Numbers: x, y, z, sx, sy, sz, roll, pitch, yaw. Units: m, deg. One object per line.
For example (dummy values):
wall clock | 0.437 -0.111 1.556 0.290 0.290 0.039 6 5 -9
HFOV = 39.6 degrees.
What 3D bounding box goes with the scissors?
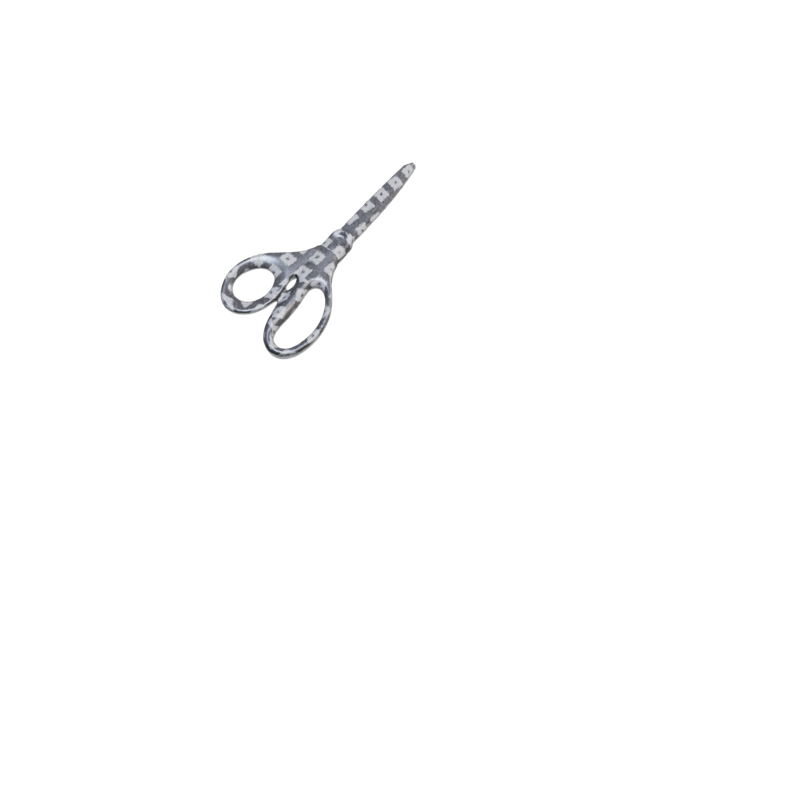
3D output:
scissors | -0.068 -0.124 0.871 0.098 0.209 0.015 19 -27 10
